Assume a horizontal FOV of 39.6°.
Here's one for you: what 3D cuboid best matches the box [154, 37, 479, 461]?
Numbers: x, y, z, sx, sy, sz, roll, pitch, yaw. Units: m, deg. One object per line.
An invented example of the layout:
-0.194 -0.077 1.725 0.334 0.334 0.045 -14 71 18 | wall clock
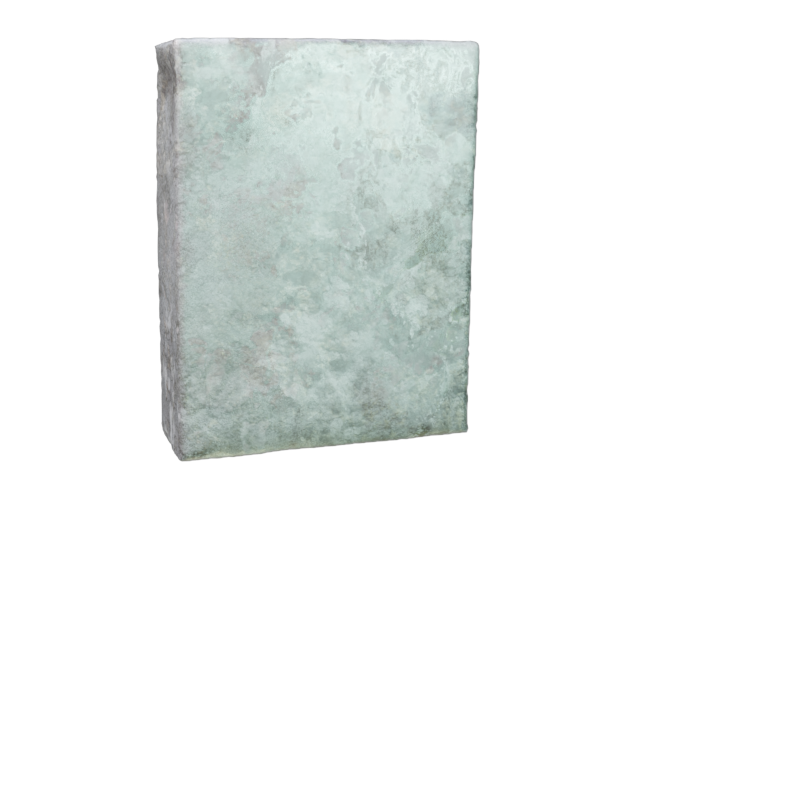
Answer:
-0.047 -0.085 0.598 0.161 0.209 0.075 -3 10 -19 | box
